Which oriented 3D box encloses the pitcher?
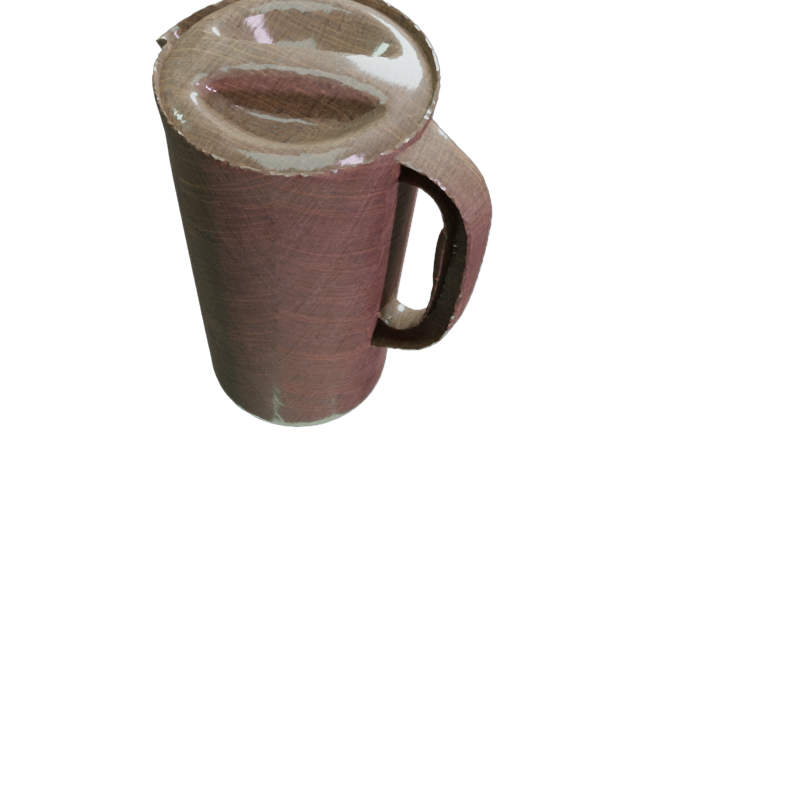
[{"bbox_3d":[-0.046,-0.084,0.592,0.144,0.161,0.227,-7,-35,-8],"label":"pitcher"}]
